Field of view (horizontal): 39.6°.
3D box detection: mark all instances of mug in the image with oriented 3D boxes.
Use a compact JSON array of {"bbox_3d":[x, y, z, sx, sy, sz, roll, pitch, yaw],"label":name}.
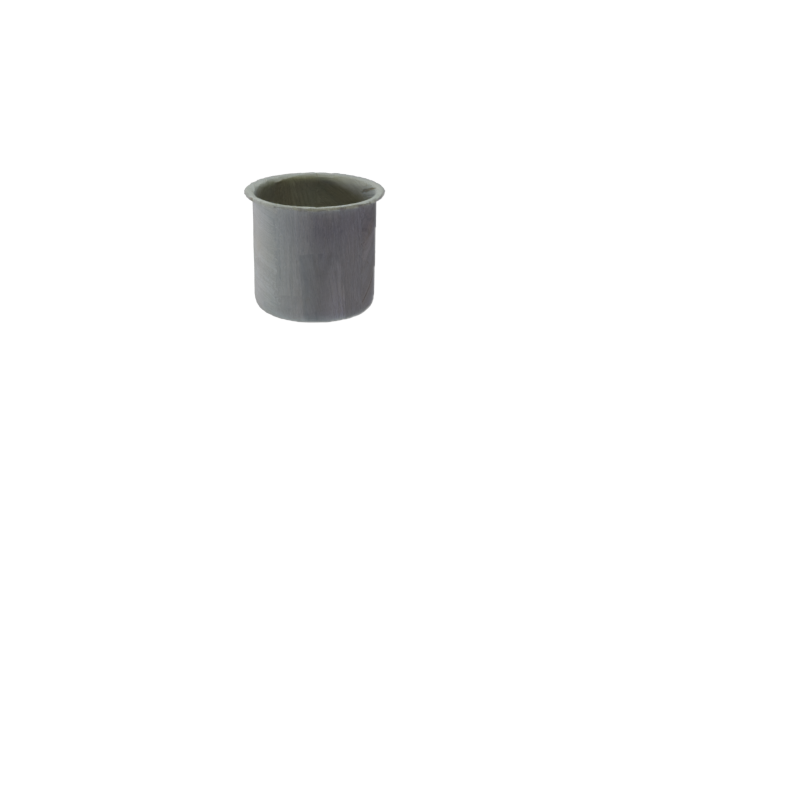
[{"bbox_3d":[-0.059,-0.108,0.757,0.092,0.078,0.124,-2,23,-6],"label":"mug"}]
